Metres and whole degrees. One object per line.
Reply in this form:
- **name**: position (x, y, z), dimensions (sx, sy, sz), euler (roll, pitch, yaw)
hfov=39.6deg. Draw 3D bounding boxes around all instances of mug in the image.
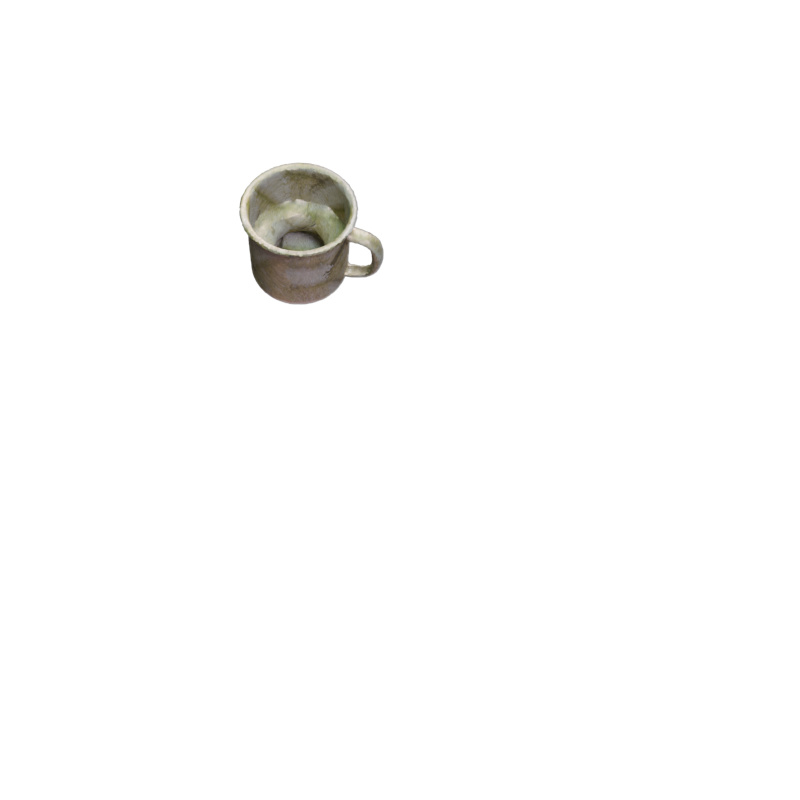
- **mug**: position (-0.070, -0.128, 0.895), dimensions (0.119, 0.098, 0.076), euler (14, -32, 7)
